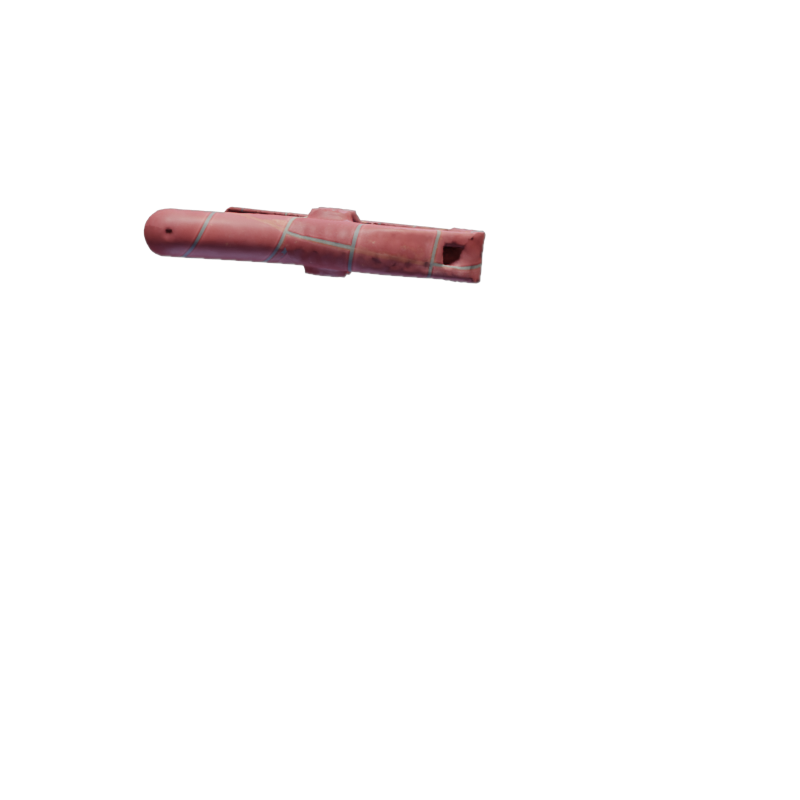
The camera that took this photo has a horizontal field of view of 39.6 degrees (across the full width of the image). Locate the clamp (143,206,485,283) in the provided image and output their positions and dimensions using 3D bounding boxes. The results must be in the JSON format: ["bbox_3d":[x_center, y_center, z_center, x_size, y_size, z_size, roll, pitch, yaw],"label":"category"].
[{"bbox_3d":[-0.046,-0.083,0.584,0.177,0.038,0.119,7,16,23],"label":"clamp"}]
